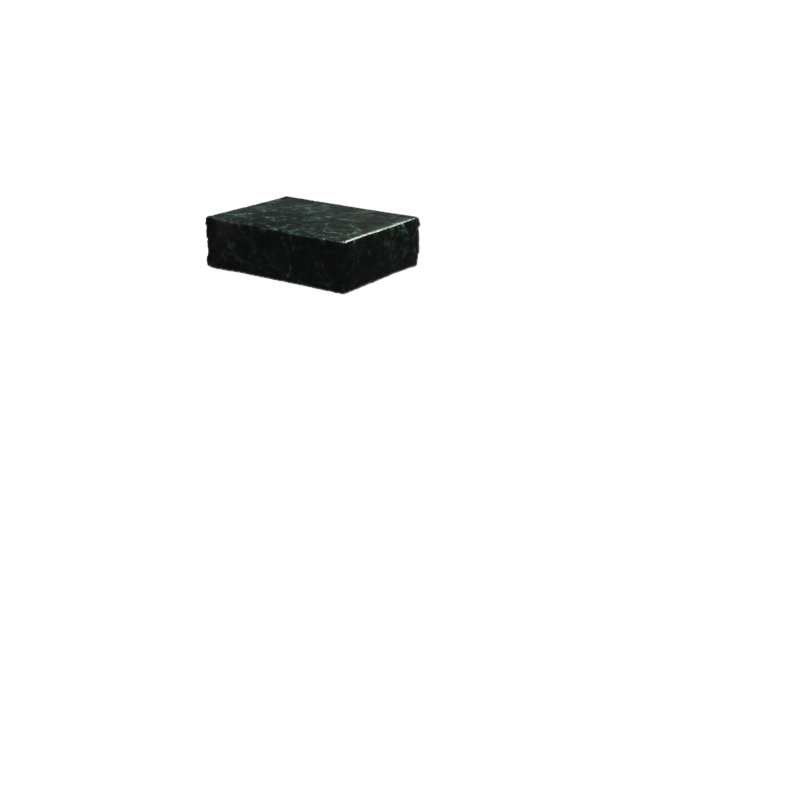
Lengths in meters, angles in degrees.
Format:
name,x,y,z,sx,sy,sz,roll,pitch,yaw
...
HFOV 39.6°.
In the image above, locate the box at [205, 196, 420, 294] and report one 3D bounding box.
name,x,y,z,sx,sy,sz,roll,pitch,yaw
box,-0.057,-0.104,0.726,0.119,0.038,0.089,12,22,31
